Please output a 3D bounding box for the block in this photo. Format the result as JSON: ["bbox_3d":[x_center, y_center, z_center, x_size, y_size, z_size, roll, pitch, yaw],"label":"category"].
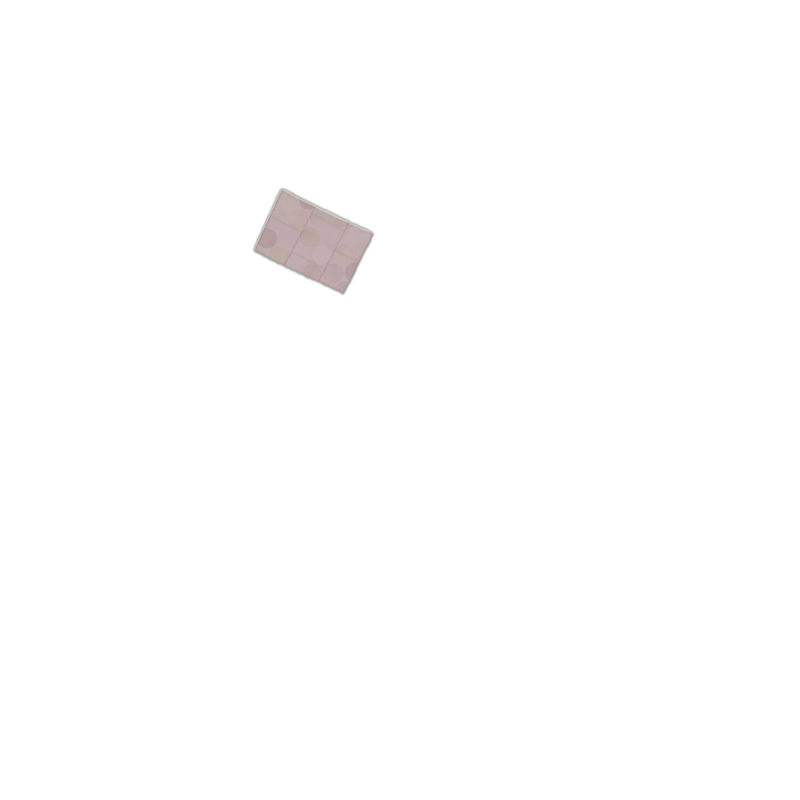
[{"bbox_3d":[-0.066,-0.121,0.847,0.078,0.052,0.052,26,4,-3],"label":"block"}]
